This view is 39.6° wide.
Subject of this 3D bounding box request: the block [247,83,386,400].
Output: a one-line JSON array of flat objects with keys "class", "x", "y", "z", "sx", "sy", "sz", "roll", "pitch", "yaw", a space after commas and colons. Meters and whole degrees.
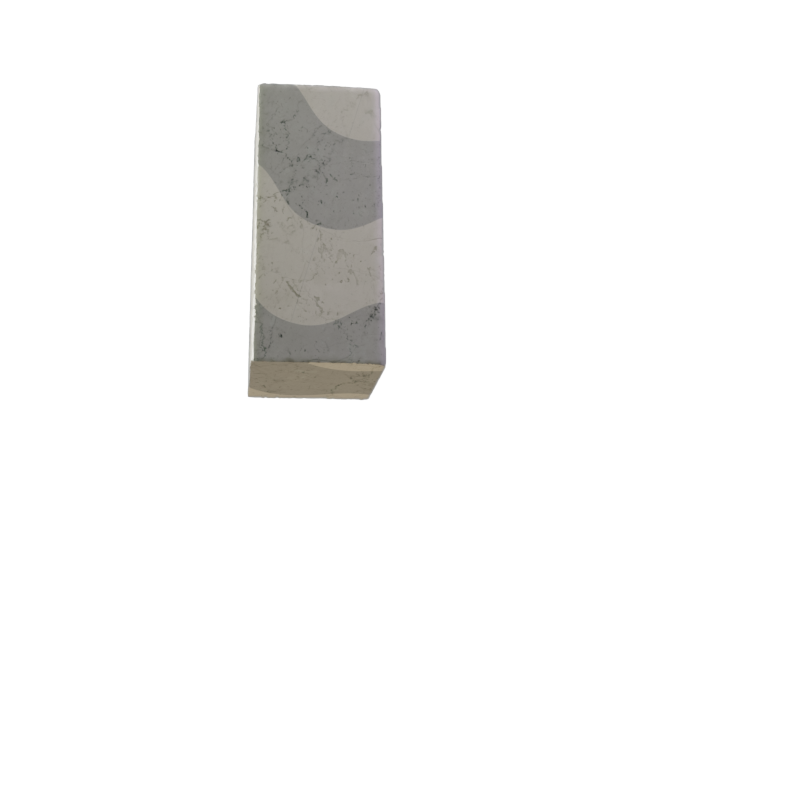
[{"class": "block", "x": -0.061, "y": -0.113, "z": 0.791, "sx": 0.089, "sy": 0.217, "sz": 0.087, "roll": 1, "pitch": -21, "yaw": -7}]
